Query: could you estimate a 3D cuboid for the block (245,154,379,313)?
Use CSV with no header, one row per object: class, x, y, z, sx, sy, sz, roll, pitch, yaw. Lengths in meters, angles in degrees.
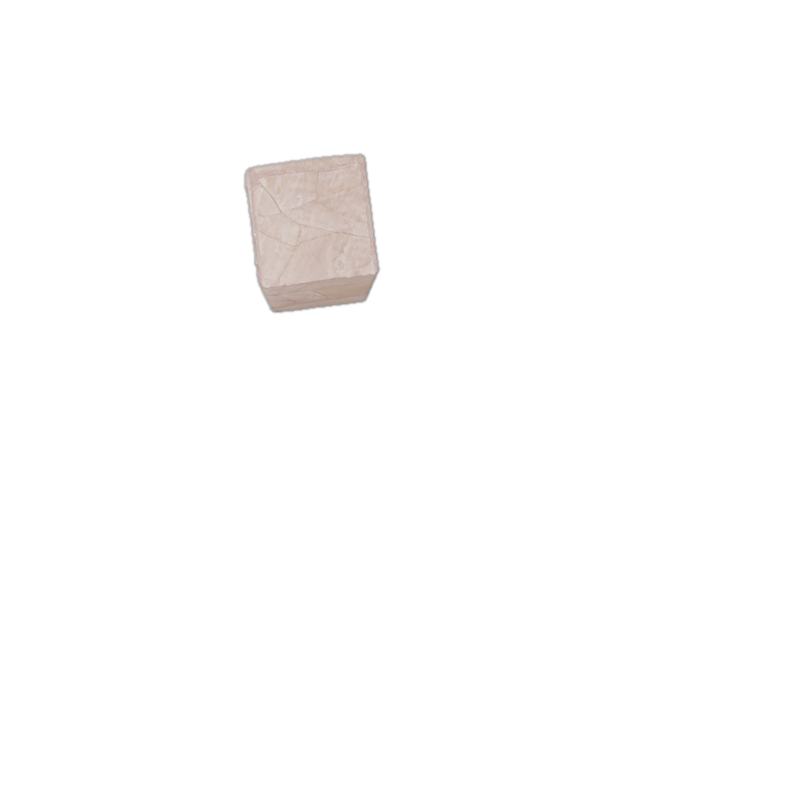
block,-0.071,-0.129,0.900,0.090,0.092,0.204,-7,-1,-4
